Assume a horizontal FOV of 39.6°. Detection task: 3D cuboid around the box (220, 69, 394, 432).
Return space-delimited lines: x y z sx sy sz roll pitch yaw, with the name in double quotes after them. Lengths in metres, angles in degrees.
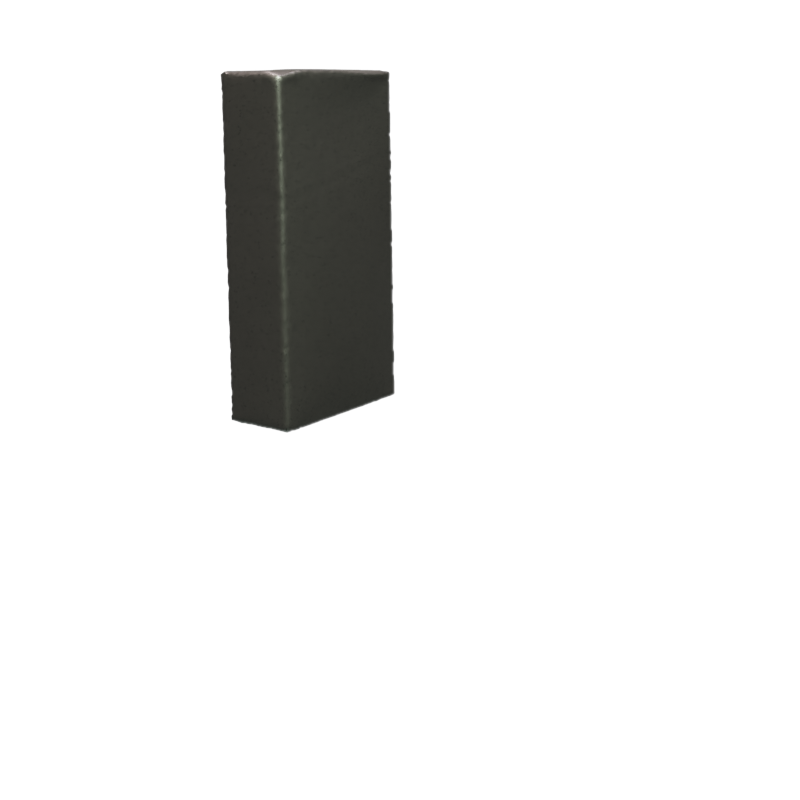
-0.045 -0.082 0.573 0.050 0.172 0.091 8 13 36 "box"
